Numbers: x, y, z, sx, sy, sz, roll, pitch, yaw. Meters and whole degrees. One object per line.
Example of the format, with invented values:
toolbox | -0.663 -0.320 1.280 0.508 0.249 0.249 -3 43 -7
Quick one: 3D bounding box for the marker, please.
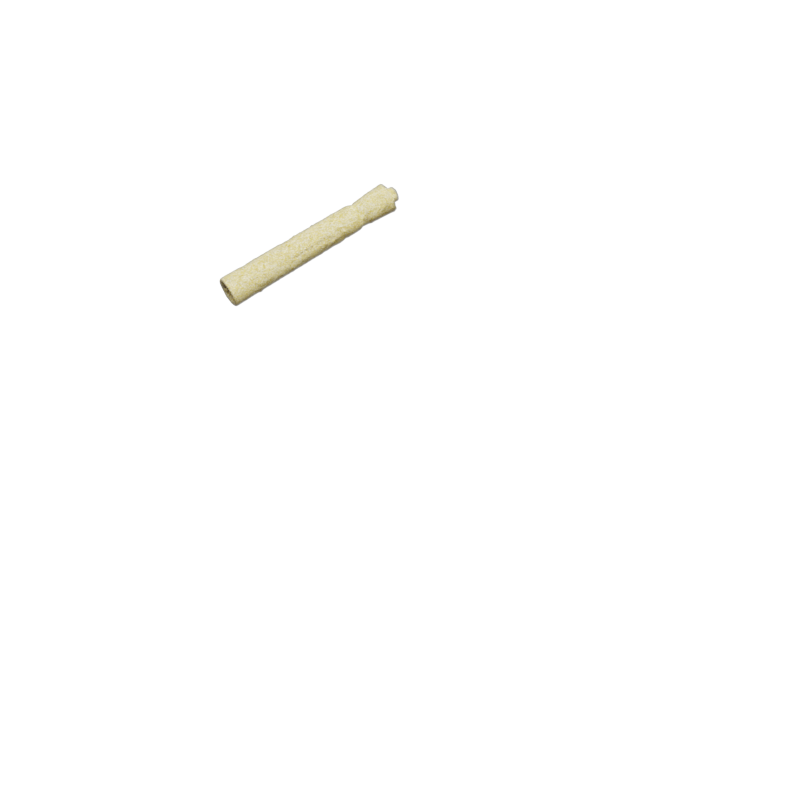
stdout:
marker | -0.052 -0.094 0.661 0.121 0.019 0.020 -33 14 -16
